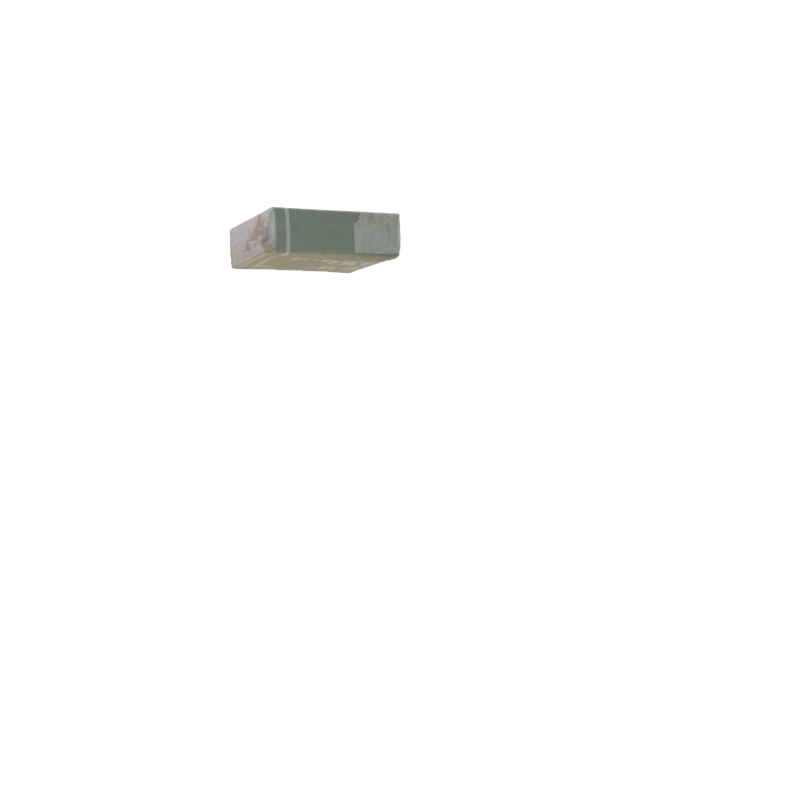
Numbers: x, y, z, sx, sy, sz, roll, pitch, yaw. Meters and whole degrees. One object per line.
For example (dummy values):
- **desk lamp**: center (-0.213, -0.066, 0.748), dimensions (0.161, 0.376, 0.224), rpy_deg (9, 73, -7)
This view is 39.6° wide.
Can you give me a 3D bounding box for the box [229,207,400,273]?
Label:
- **box**: center (-0.069, -0.126, 0.881), dimensions (0.110, 0.040, 0.091), rpy_deg (1, -3, -26)
